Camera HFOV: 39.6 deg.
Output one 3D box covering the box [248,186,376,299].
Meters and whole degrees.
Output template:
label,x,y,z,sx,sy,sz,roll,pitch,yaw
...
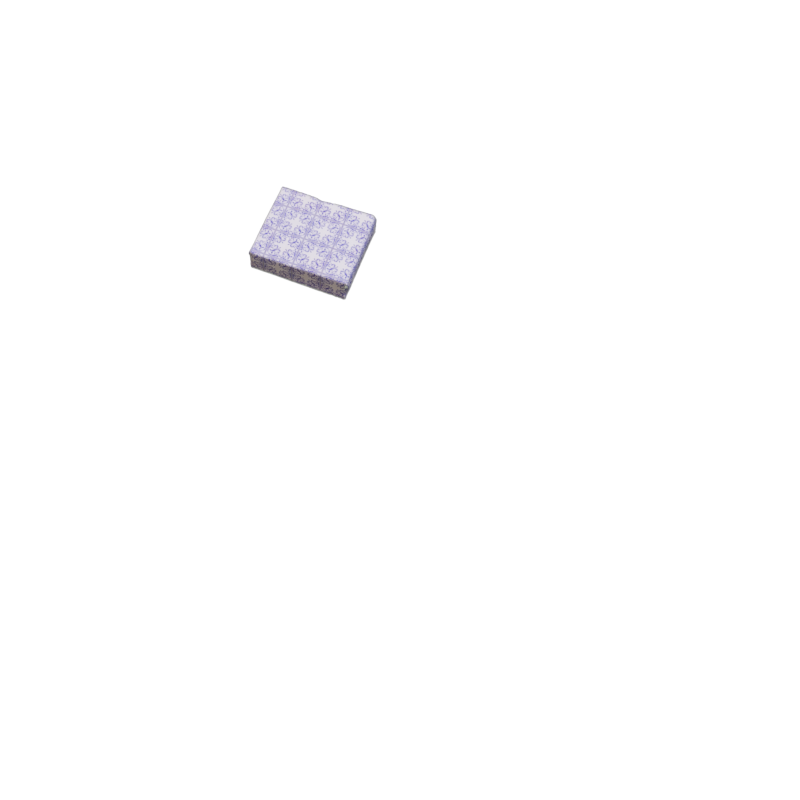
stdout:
label,x,y,z,sx,sy,sz,roll,pitch,yaw
box,-0.074,-0.134,0.941,0.091,0.076,0.028,18,-28,10
